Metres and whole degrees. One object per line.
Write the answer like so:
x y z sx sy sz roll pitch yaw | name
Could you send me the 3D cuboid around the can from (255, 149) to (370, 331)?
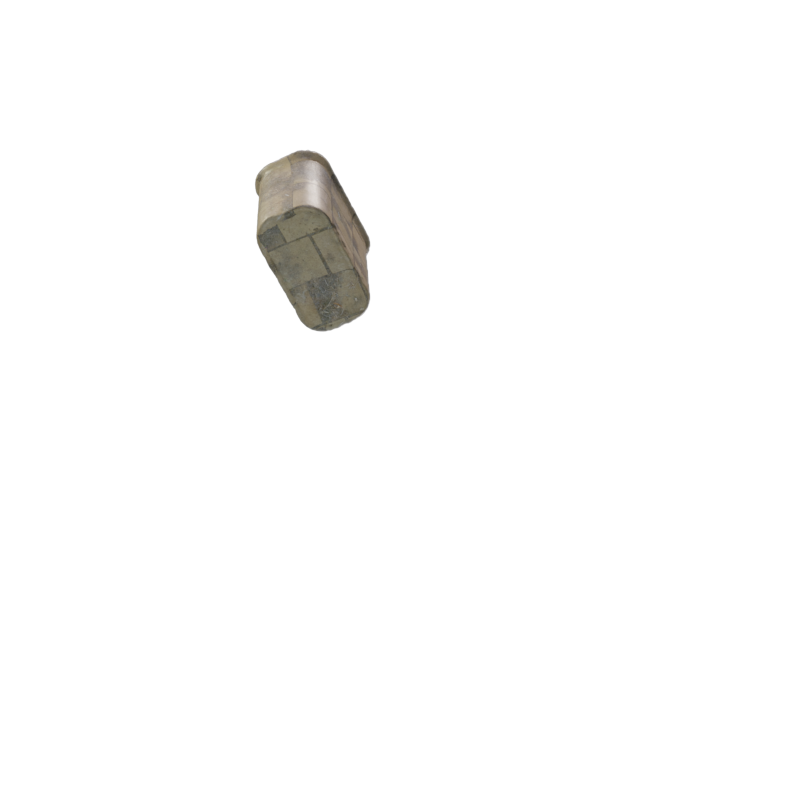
-0.060 -0.110 0.772 0.058 0.095 0.089 -23 30 12 | can
